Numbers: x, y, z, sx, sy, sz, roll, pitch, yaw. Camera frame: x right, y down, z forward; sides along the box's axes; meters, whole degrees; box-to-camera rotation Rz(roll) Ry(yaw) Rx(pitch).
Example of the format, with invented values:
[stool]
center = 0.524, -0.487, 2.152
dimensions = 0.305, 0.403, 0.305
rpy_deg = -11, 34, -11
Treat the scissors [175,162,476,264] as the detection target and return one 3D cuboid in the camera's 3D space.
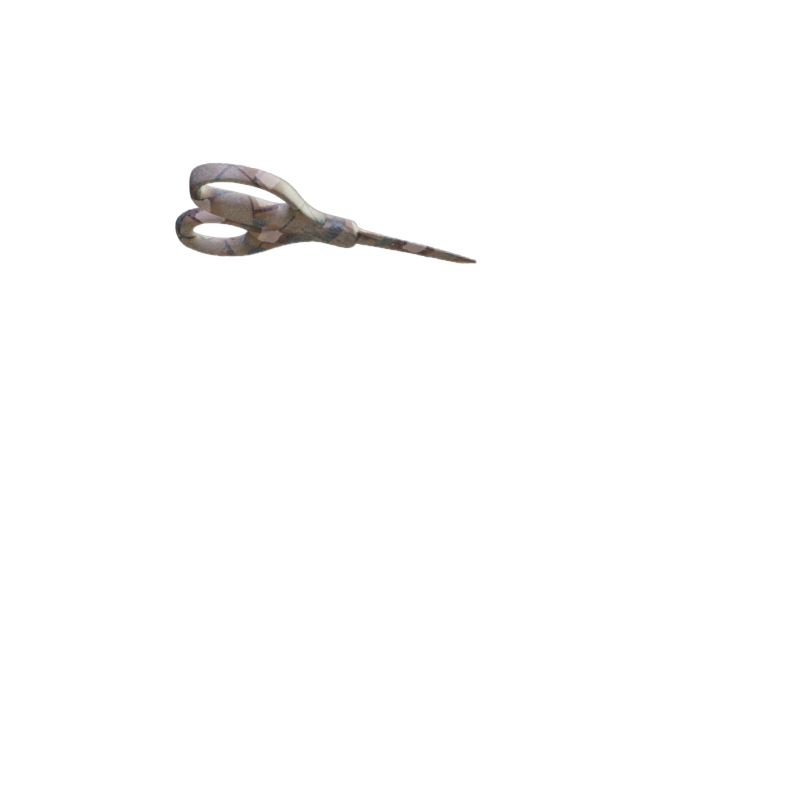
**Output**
[scissors]
center = -0.055, -0.101, 0.707
dimensions = 0.190, 0.017, 0.096
rpy_deg = 19, -31, -35
